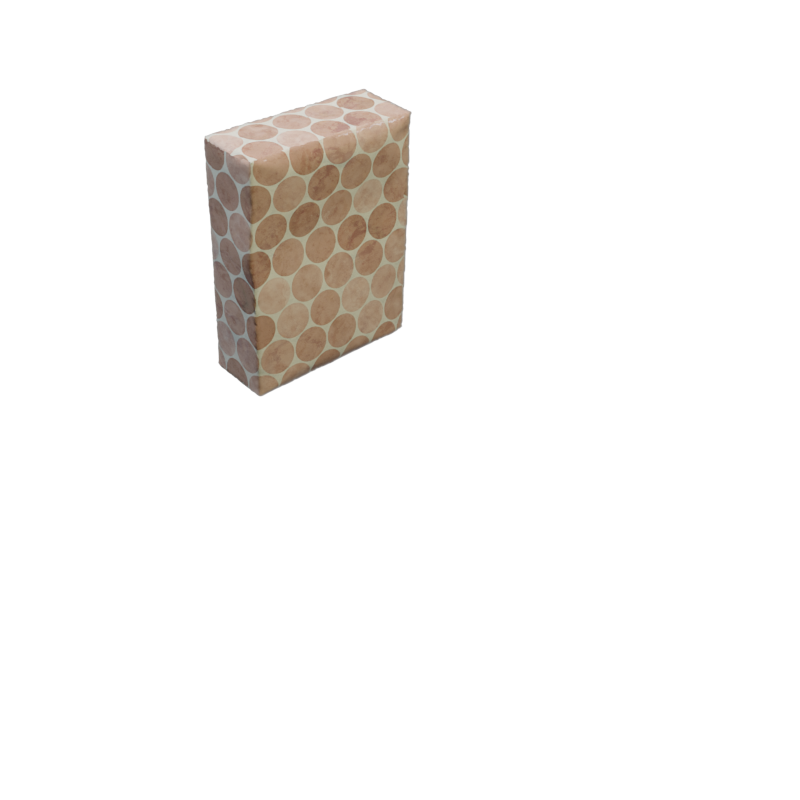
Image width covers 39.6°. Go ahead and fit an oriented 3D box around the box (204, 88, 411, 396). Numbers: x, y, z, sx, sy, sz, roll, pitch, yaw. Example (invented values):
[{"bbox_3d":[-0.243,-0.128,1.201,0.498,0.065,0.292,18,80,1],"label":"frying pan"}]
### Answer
[{"bbox_3d":[-0.072,-0.131,0.917,0.163,0.201,0.077,-25,41,-34],"label":"box"}]
